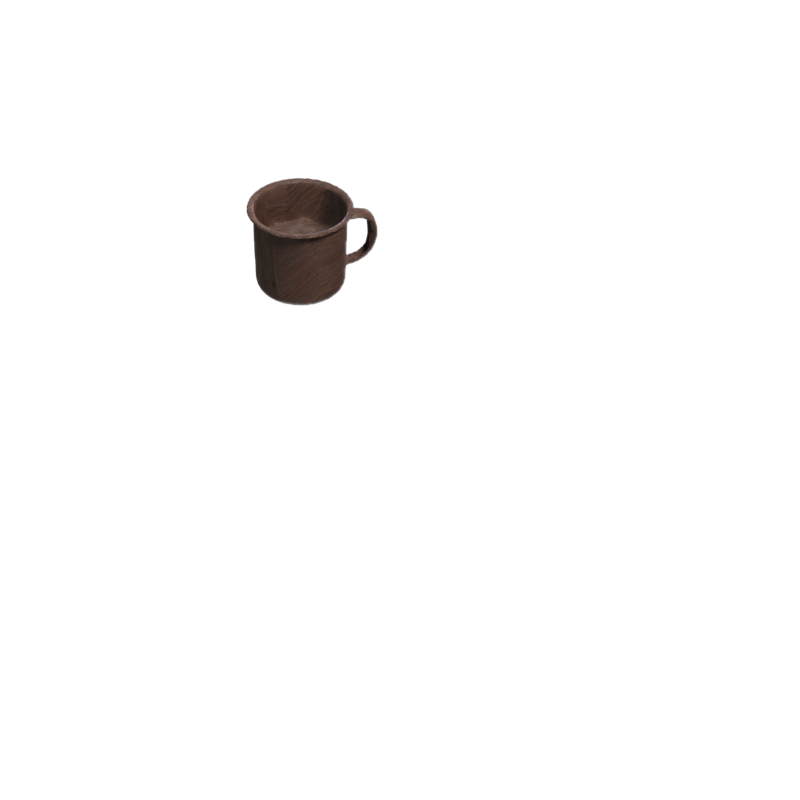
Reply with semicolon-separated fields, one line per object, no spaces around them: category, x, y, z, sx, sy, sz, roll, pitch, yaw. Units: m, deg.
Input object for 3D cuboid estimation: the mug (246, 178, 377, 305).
mug;-0.077;-0.141;0.986;0.116;0.076;0.101;-12;41;-15
